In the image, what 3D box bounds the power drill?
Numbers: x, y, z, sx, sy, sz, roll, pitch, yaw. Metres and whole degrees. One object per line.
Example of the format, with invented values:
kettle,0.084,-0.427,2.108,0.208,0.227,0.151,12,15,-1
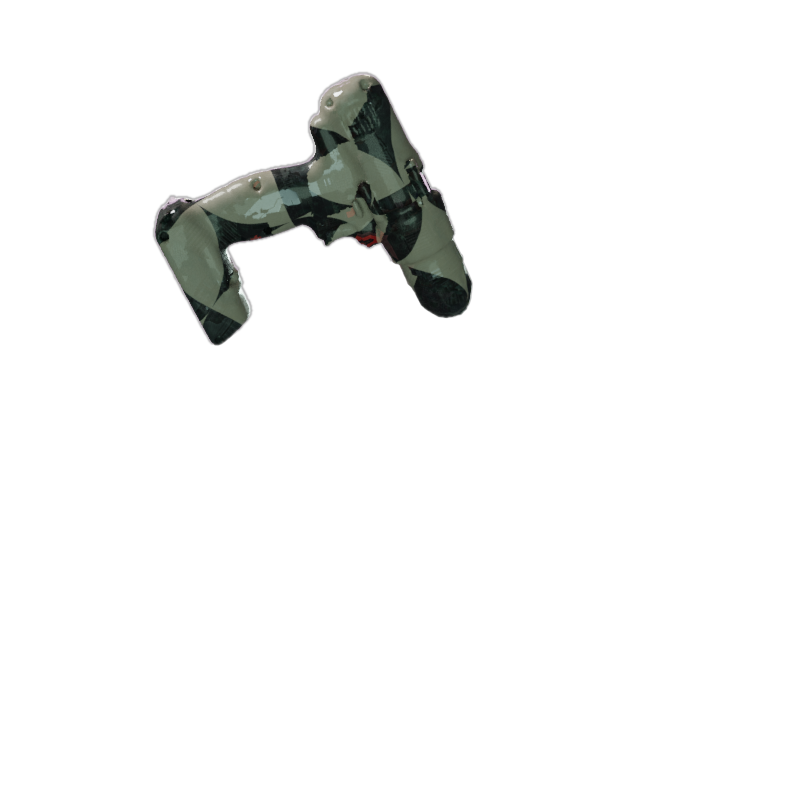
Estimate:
power drill,-0.060,-0.110,0.770,0.188,0.177,0.060,-25,15,7
